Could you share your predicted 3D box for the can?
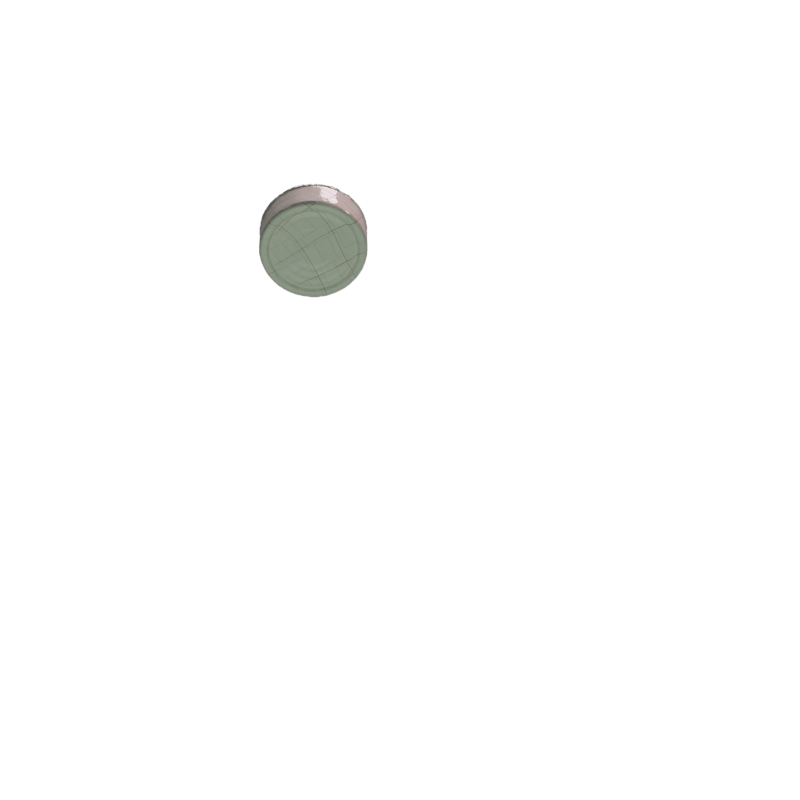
[{"bbox_3d":[-0.068,-0.124,0.869,0.086,0.081,0.036,1,31,-1],"label":"can"}]
